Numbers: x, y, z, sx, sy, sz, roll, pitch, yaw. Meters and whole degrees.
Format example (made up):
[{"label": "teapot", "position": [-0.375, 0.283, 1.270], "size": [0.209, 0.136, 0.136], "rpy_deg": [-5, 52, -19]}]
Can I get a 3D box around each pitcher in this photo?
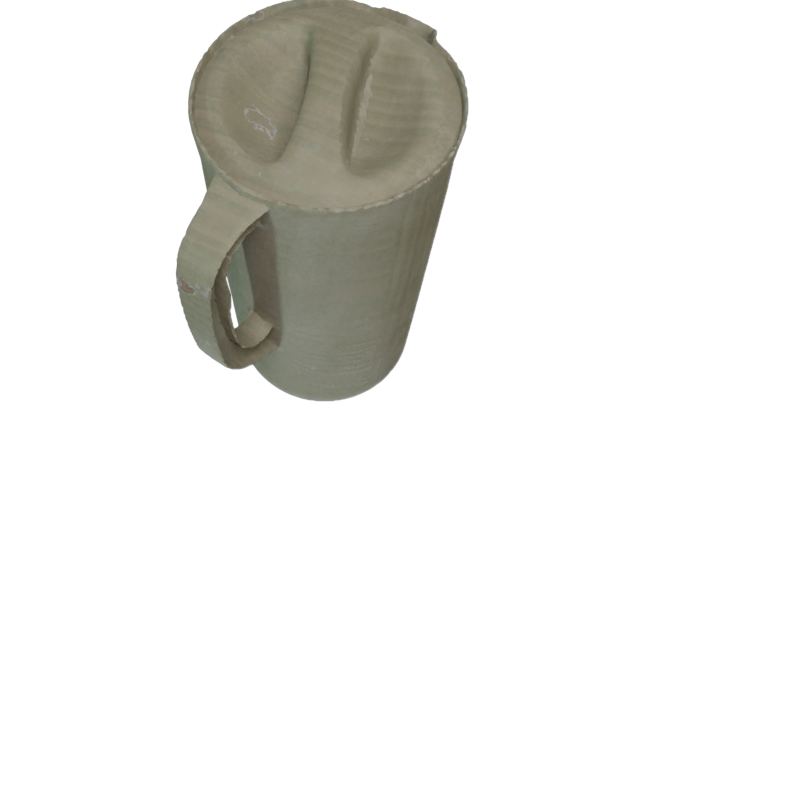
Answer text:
[{"label": "pitcher", "position": [-0.048, -0.088, 0.617], "size": [0.148, 0.155, 0.229], "rpy_deg": [-8, -28, -7]}]
